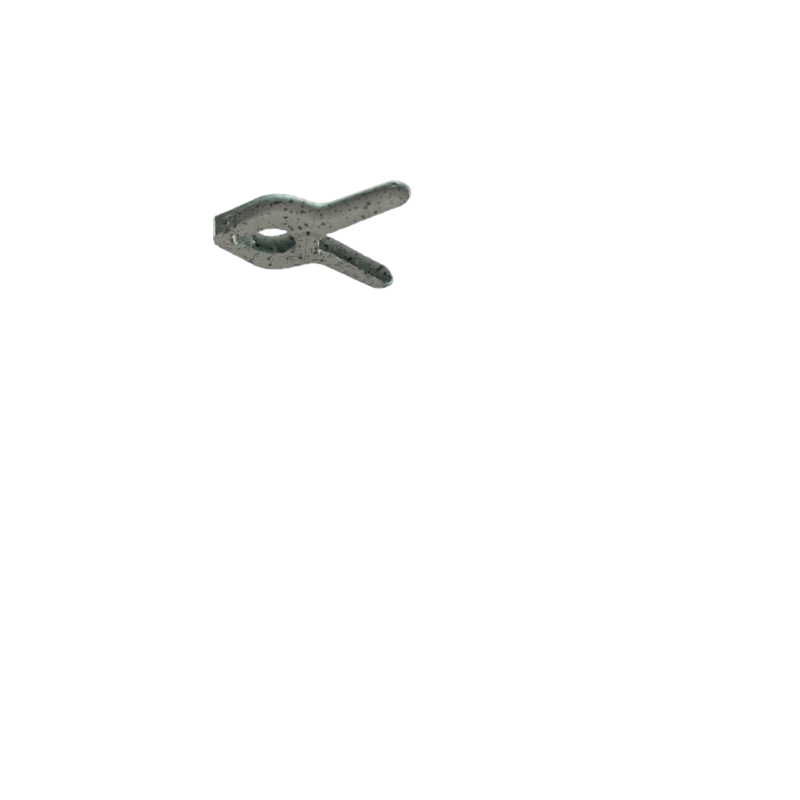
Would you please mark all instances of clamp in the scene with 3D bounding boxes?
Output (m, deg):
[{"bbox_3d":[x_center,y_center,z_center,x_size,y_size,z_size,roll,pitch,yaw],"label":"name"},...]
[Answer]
[{"bbox_3d":[-0.076,-0.139,0.972,0.172,0.112,0.042,-2,42,1],"label":"clamp"}]
